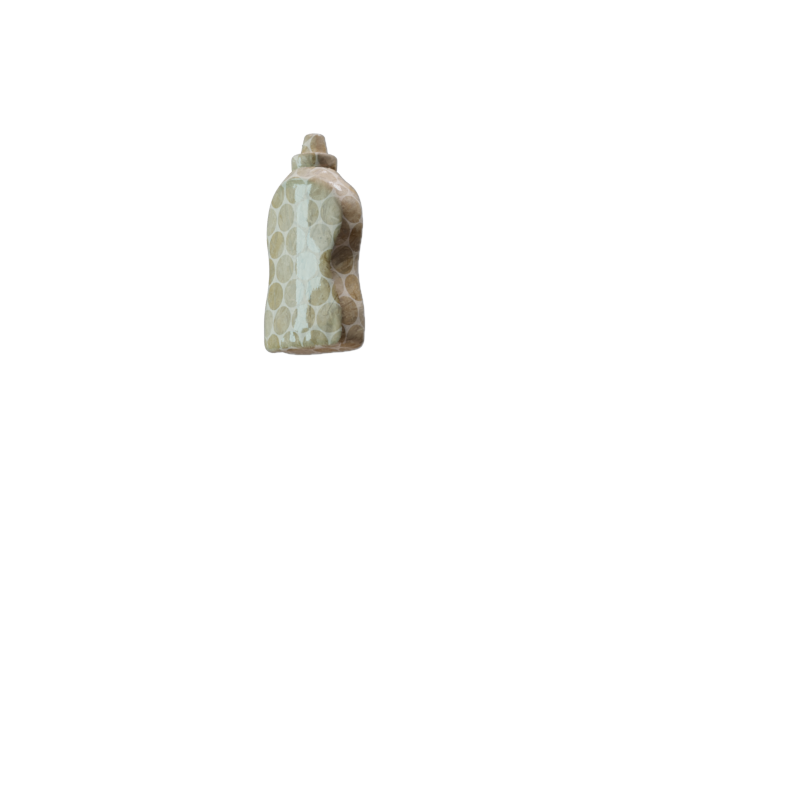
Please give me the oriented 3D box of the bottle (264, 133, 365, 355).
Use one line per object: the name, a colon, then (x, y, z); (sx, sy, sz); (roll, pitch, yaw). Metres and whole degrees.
bottle: (-0.075, -0.138, 0.965); (0.098, 0.197, 0.055); (-9, -13, 43)
